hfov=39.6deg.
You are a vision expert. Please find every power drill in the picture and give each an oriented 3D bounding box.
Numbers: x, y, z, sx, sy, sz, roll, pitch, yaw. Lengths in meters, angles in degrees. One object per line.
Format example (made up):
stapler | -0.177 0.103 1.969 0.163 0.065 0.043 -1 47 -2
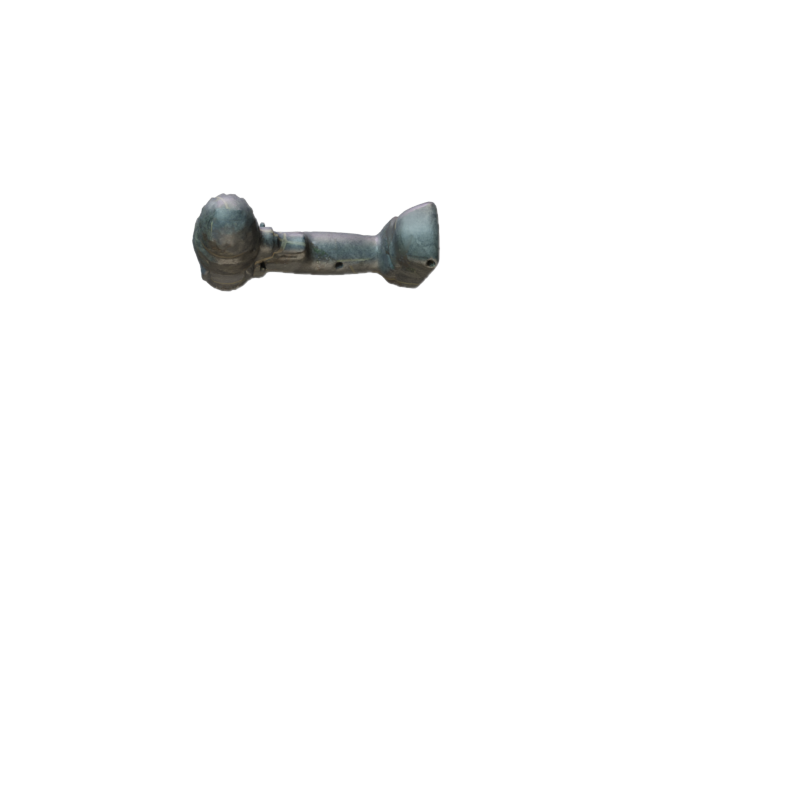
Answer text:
power drill | -0.068 -0.123 0.865 0.186 0.058 0.183 0 -4 -7
